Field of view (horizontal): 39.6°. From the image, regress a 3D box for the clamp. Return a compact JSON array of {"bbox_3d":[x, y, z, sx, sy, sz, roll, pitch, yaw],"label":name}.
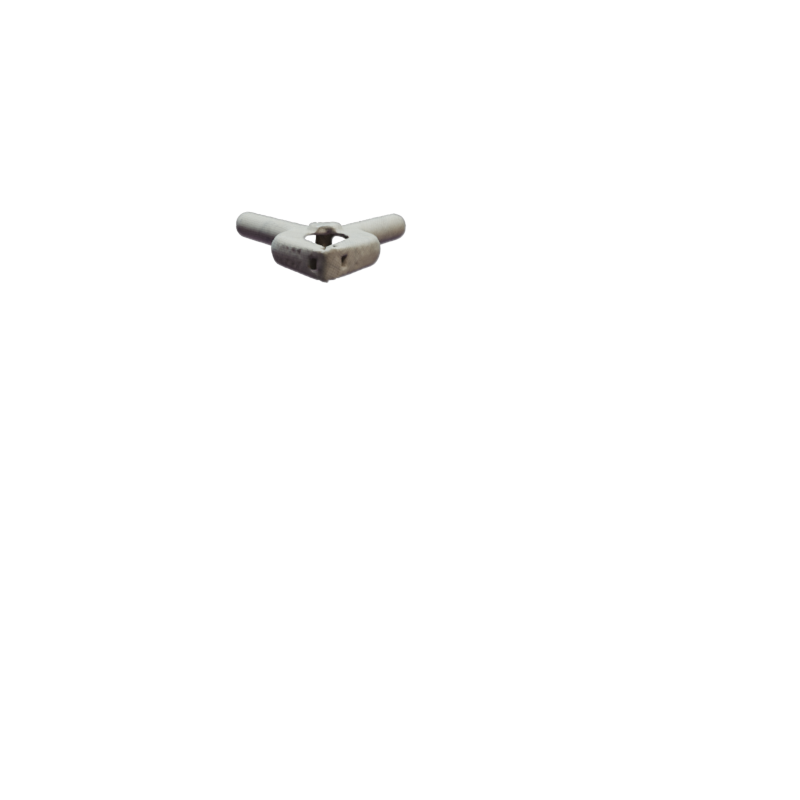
[{"bbox_3d":[-0.078,-0.143,1.000,0.165,0.035,0.216,1,18,2],"label":"clamp"}]
